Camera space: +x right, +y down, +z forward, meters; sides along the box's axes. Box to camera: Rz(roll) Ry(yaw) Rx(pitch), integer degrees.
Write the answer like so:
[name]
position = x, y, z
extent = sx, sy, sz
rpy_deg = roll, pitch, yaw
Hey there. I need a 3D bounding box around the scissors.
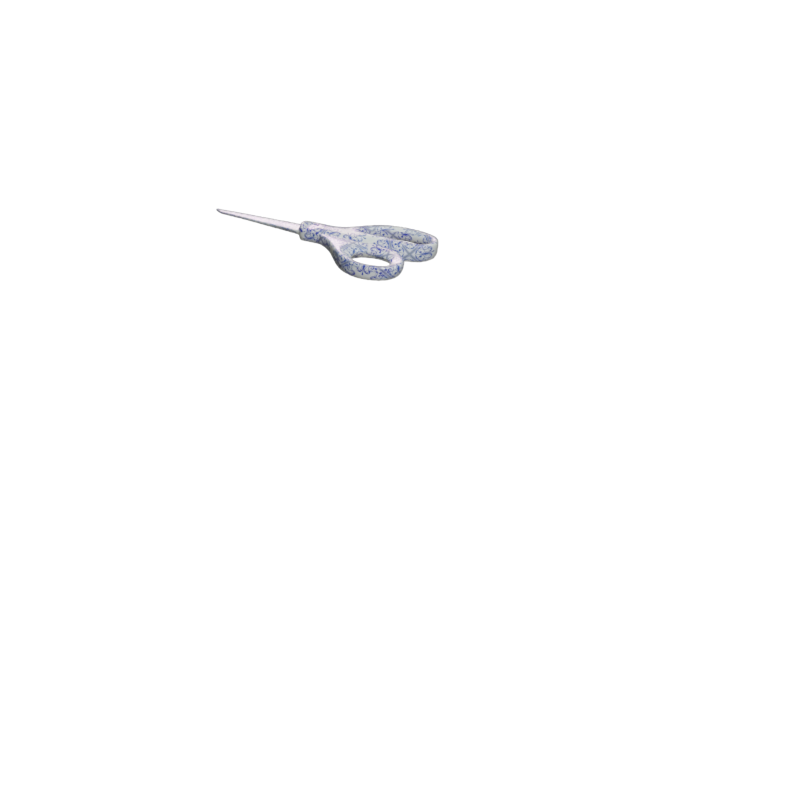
[scissors]
position = -0.071, -0.130, 0.912
extent = 0.206, 0.015, 0.100
rpy_deg = 8, 30, 13
